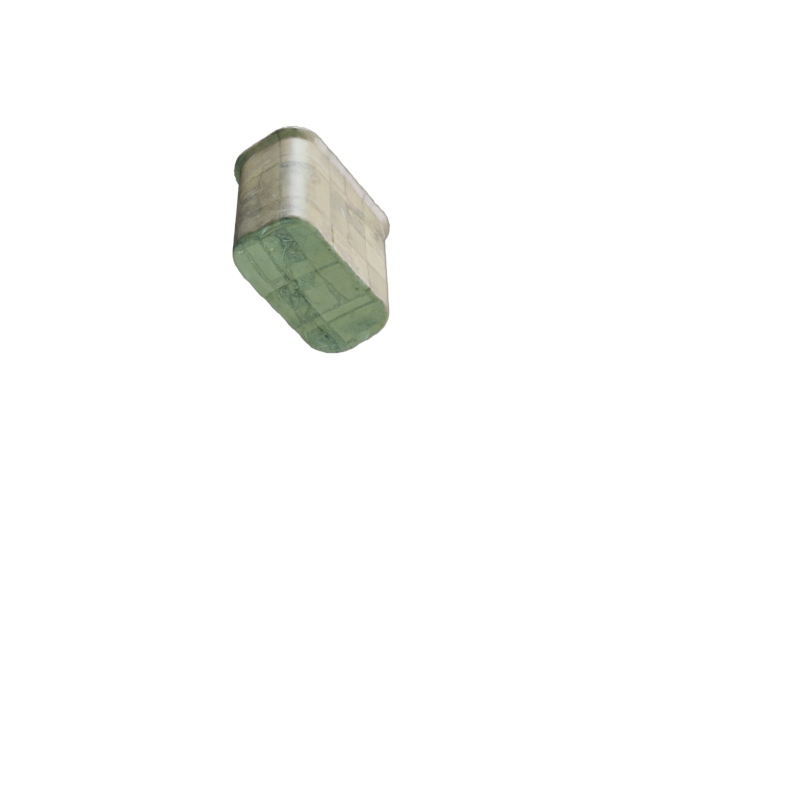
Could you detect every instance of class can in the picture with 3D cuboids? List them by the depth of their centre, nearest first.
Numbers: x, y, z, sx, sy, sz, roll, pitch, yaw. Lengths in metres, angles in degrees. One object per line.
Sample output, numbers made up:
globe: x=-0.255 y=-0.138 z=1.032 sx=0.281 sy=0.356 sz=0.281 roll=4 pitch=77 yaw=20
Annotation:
can: x=-0.048 y=-0.088 z=0.618 sx=0.057 sy=0.090 sz=0.095 roll=-29 pitch=-54 yaw=21
